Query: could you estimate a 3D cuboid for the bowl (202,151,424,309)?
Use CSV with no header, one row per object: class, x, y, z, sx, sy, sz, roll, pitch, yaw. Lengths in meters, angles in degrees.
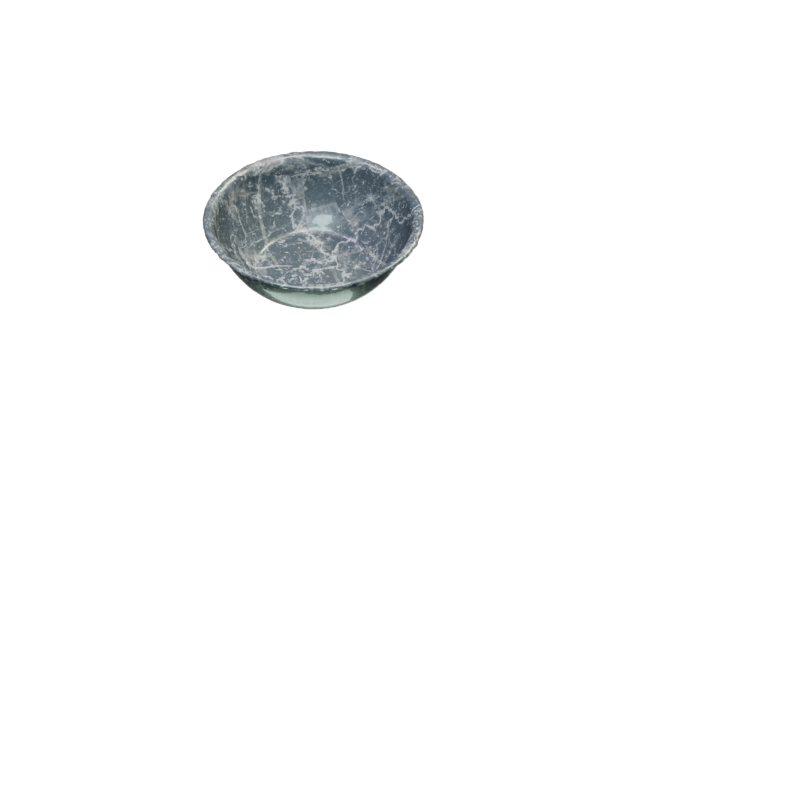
bowl,-0.065,-0.118,0.828,0.162,0.051,0.174,-1,44,-1
